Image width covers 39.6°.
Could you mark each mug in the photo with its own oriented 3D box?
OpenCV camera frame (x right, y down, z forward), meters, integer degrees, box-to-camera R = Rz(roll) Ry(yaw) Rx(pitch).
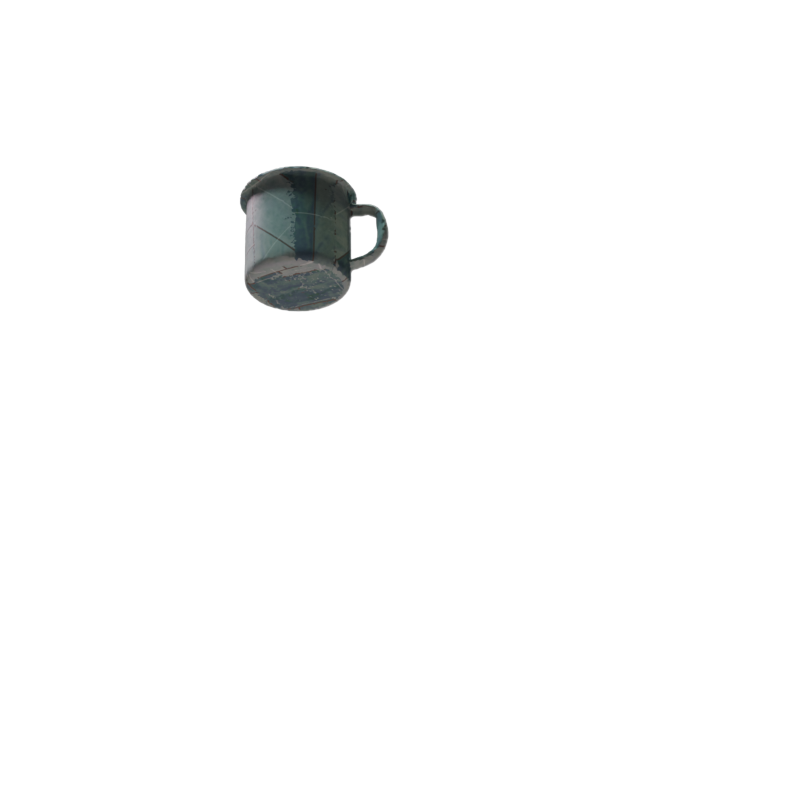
[{"bbox_3d":[-0.067,-0.122,0.858,0.118,0.087,0.087,-4,-29,6],"label":"mug"}]
